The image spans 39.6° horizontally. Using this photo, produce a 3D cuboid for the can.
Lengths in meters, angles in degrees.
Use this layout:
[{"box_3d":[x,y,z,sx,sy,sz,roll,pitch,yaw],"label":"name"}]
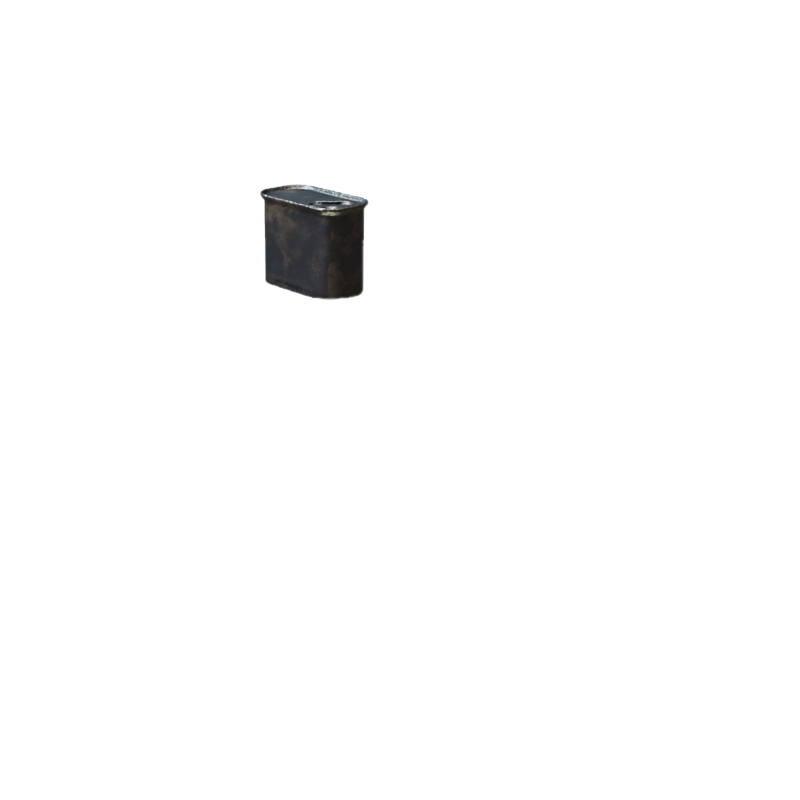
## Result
[{"box_3d":[-0.077,-0.140,0.983,0.056,0.081,0.108,-15,25,-42],"label":"can"}]
